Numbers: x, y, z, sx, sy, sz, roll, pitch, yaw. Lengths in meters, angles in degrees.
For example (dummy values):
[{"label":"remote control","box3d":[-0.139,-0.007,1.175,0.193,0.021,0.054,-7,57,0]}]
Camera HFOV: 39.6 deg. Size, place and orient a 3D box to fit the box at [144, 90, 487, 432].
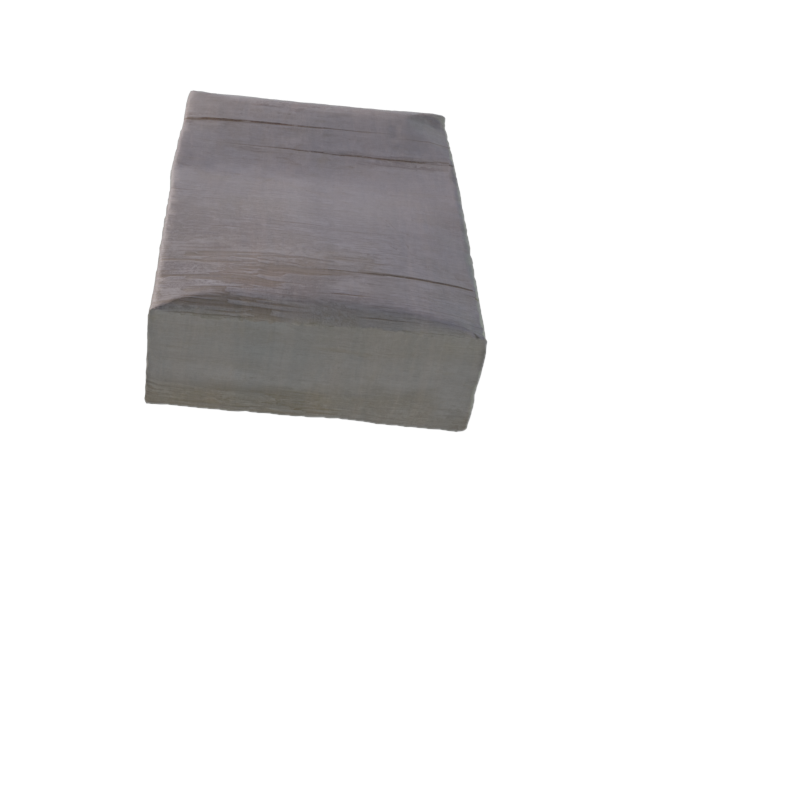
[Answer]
[{"label":"box","box3d":[-0.048,-0.088,0.615,0.163,0.067,0.229,4,41,-6]}]
